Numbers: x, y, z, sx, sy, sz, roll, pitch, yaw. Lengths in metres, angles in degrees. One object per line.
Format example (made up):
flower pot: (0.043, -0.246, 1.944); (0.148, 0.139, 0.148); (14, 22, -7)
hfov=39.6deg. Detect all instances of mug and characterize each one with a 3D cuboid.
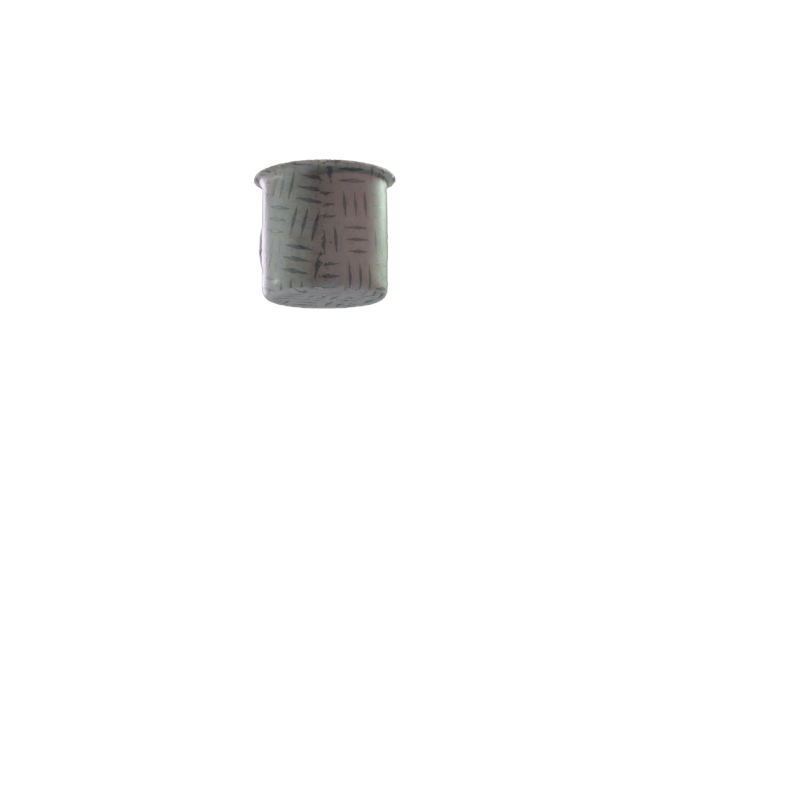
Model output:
mug: (-0.057, -0.104, 0.731); (0.089, 0.084, 0.120); (6, -9, -41)
